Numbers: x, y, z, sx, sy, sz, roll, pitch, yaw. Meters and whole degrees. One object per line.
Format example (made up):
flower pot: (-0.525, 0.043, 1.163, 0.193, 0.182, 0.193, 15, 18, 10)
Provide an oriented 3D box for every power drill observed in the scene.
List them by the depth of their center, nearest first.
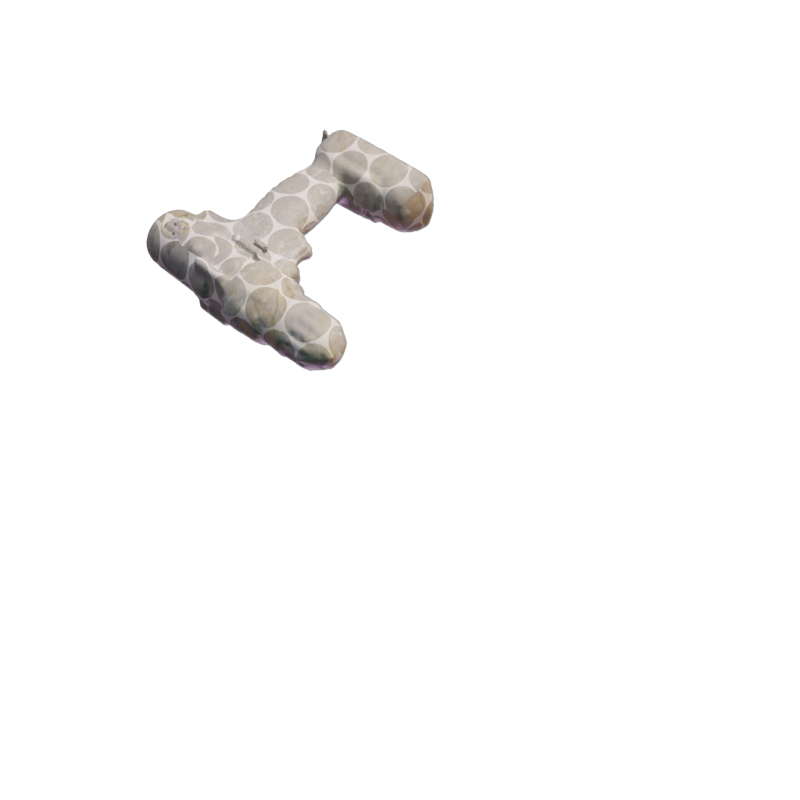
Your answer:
power drill: (-0.063, -0.115, 0.806, 0.196, 0.053, 0.189, 35, 55, 29)
